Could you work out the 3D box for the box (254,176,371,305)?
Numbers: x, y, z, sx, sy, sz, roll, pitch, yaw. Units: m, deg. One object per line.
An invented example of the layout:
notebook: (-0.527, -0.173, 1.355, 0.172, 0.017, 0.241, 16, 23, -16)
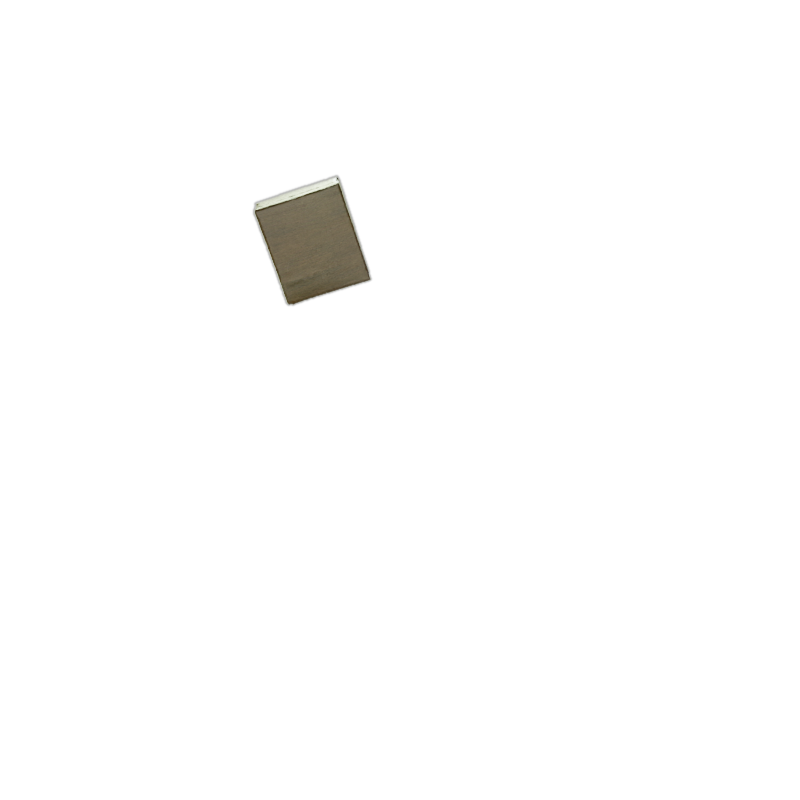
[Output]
box: (-0.071, -0.130, 0.913, 0.073, 0.086, 0.031, -18, 16, 5)
